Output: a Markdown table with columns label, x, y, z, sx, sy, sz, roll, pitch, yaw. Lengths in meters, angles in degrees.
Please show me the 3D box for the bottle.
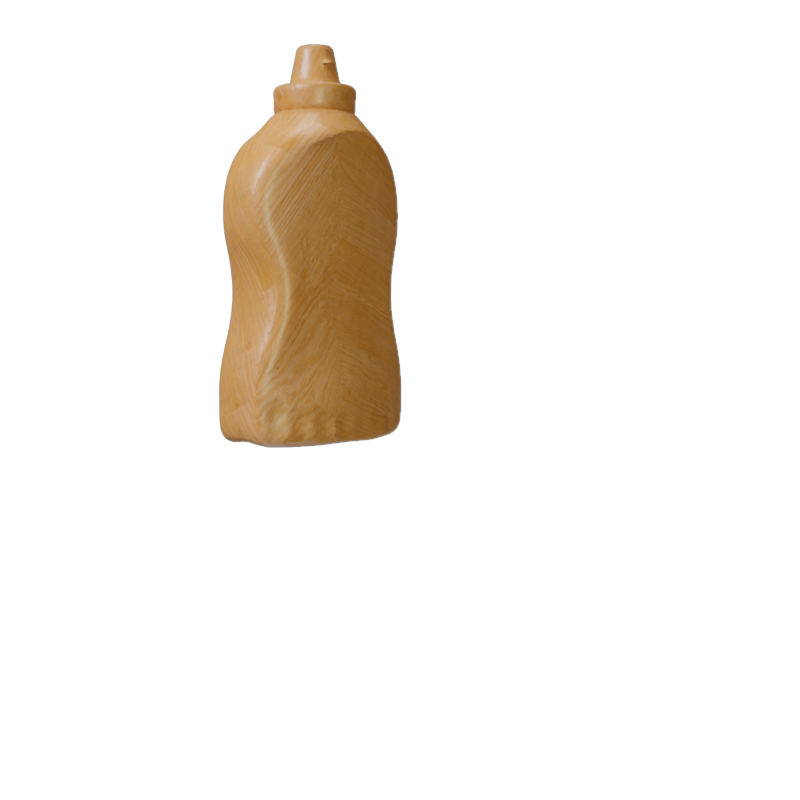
| label | x | y | z | sx | sy | sz | roll | pitch | yaw |
| --- | --- | --- | --- | --- | --- | --- | --- | --- | --- |
| bottle | -0.042 | -0.077 | 0.542 | 0.092 | 0.193 | 0.060 | 1 | -3 | -42 |
